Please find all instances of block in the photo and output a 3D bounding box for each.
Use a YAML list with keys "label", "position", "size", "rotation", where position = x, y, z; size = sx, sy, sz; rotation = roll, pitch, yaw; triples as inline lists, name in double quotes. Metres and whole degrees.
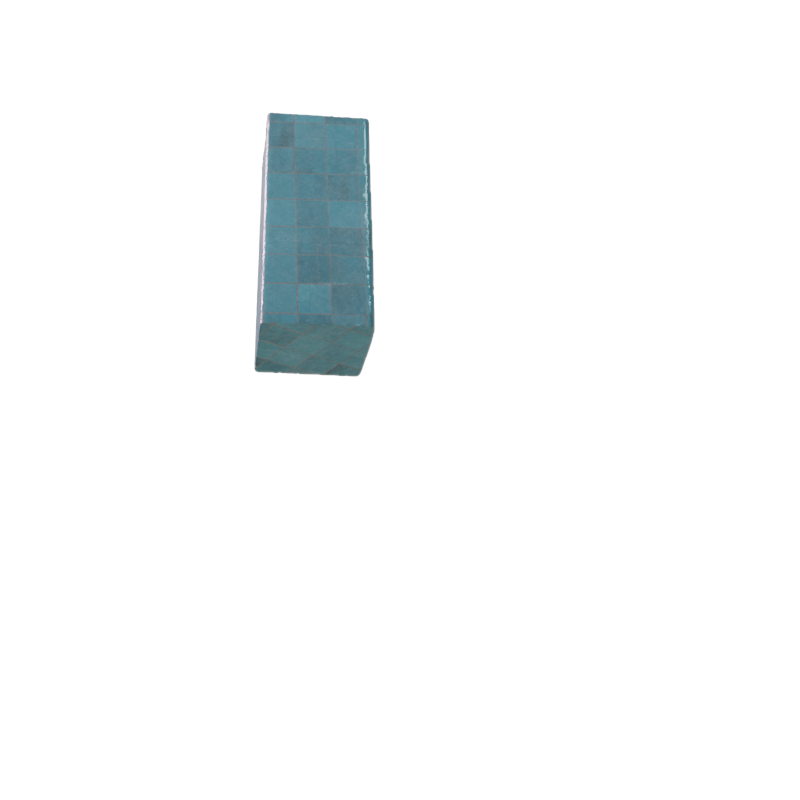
- label: "block"
  position: [-0.073, -0.134, 0.939]
  size: [0.090, 0.220, 0.085]
  rotation: [2, -30, -8]
